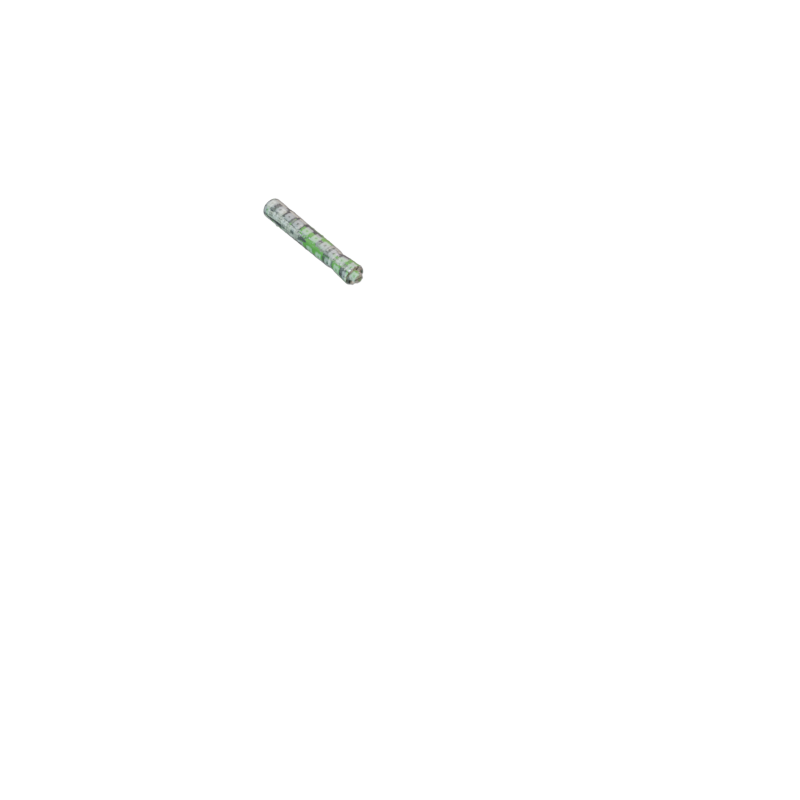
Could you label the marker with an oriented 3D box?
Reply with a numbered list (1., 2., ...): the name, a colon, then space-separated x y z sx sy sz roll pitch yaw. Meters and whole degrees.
1. marker: -0.073 -0.133 0.931 0.019 0.019 0.130 -3 35 -45
